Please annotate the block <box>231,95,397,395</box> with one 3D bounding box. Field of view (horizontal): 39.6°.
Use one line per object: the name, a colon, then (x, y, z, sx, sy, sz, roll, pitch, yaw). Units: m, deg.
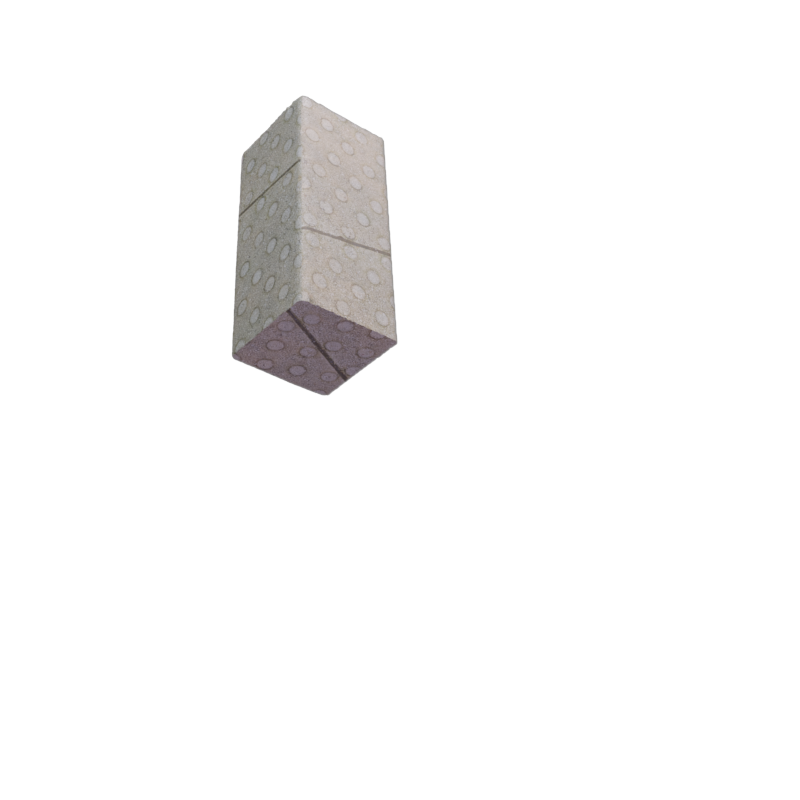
block: (-0.068, -0.123, 0.862, 0.085, 0.221, 0.089, 24, -44, -31)
